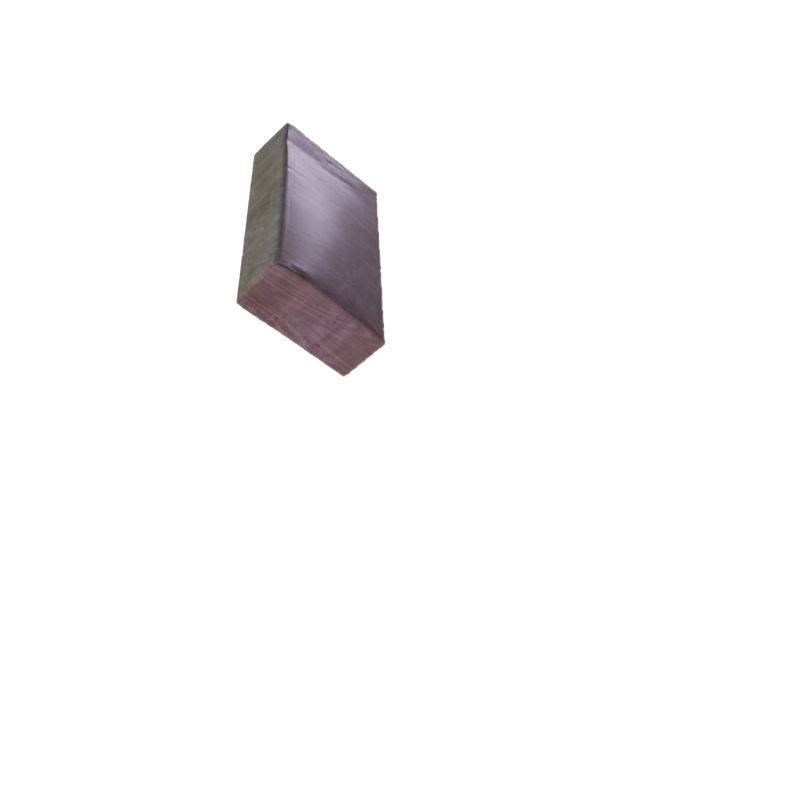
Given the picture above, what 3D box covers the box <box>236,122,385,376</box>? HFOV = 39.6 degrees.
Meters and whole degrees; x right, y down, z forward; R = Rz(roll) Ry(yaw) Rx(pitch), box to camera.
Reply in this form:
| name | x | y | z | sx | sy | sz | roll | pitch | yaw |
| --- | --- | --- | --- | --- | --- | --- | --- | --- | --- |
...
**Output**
| name | x | y | z | sx | sy | sz | roll | pitch | yaw |
| --- | --- | --- | --- | --- | --- | --- | --- | --- | --- |
| box | -0.059 | -0.107 | 0.750 | 0.088 | 0.189 | 0.047 | 35 | -62 | -26 |
